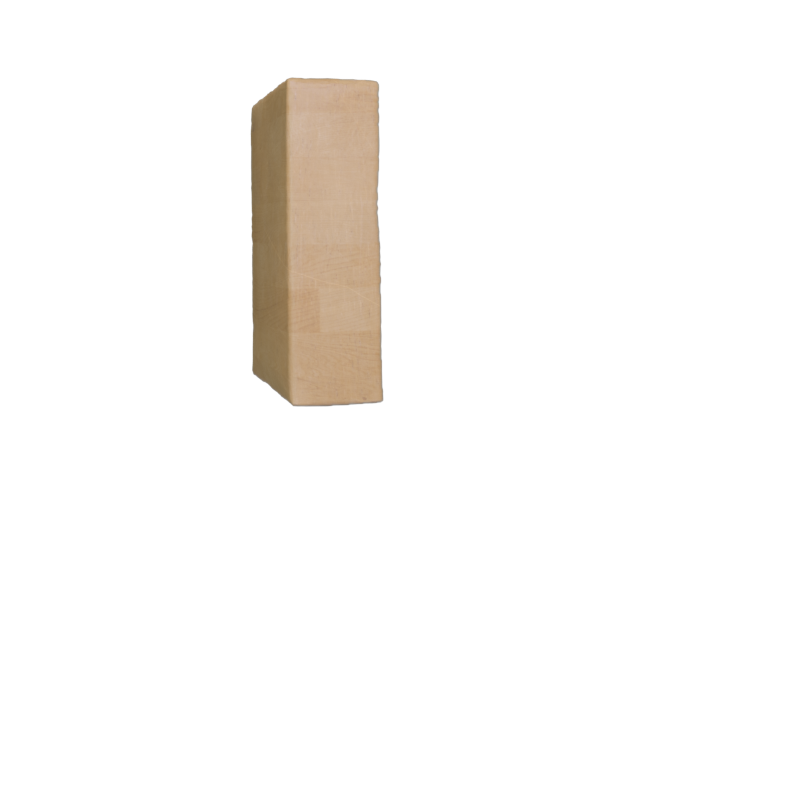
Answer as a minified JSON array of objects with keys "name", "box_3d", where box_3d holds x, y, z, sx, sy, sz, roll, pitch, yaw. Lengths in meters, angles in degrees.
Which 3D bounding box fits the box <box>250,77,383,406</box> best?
[{"name":"box","box_3d":[-0.062,-0.114,0.797,0.070,0.213,0.168,0,4,-15]}]
